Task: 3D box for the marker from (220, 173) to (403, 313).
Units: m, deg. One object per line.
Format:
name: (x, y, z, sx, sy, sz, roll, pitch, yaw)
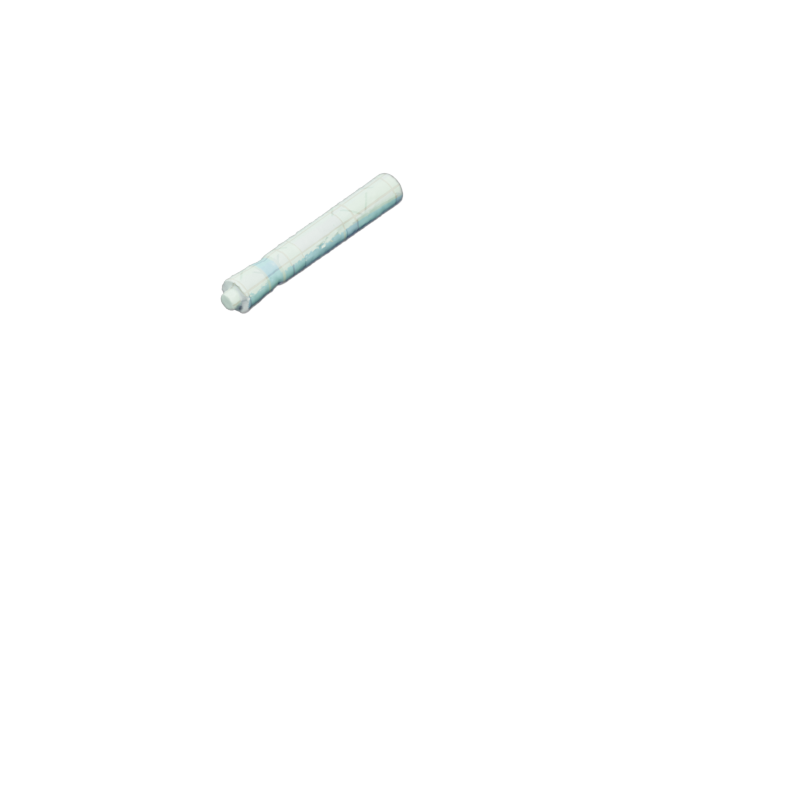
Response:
marker: (-0.044, -0.079, 0.557, 0.021, 0.019, 0.122, 4, 36, 47)
